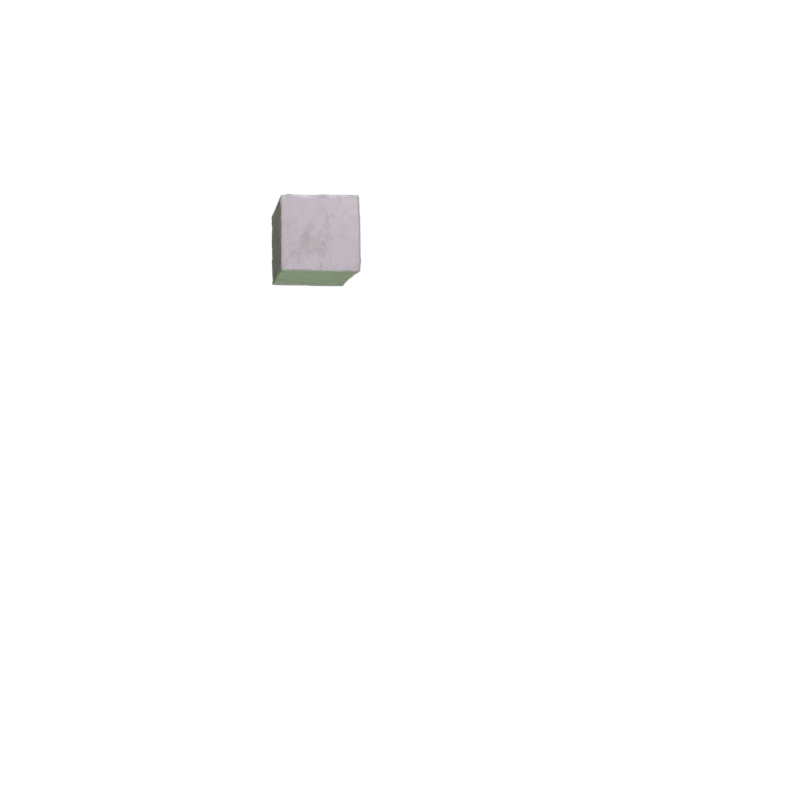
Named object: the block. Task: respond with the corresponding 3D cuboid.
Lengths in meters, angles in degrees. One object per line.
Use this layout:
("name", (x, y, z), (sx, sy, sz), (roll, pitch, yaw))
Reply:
("block", (-0.058, -0.106, 0.745), (0.052, 0.052, 0.078), (1, -4, -11))
